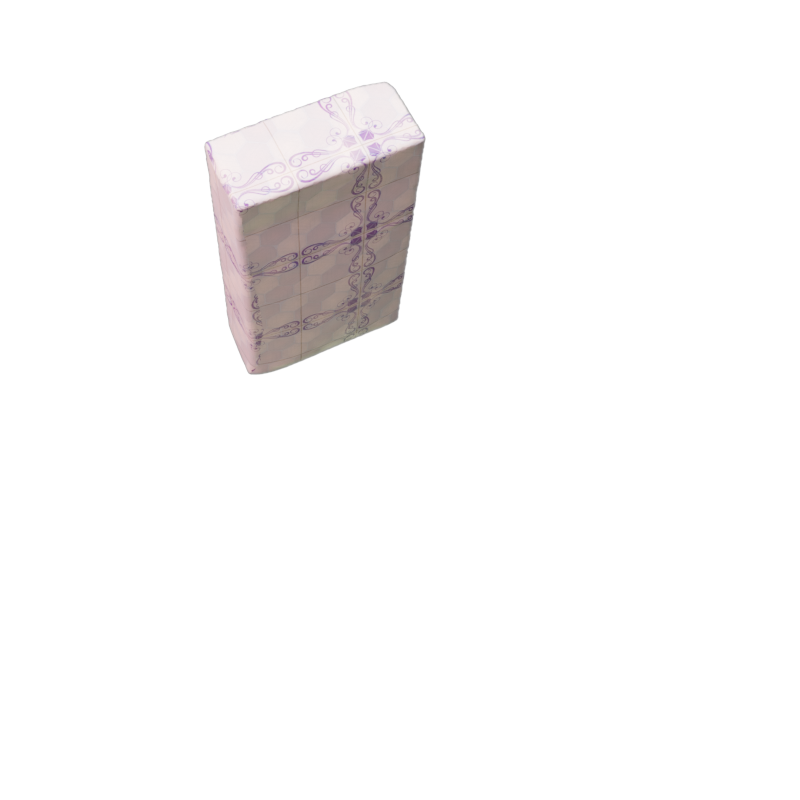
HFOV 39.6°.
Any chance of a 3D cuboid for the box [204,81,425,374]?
[{"bbox_3d":[-0.044,-0.080,0.556,0.093,0.051,0.166,-22,-24,-14],"label":"box"}]
